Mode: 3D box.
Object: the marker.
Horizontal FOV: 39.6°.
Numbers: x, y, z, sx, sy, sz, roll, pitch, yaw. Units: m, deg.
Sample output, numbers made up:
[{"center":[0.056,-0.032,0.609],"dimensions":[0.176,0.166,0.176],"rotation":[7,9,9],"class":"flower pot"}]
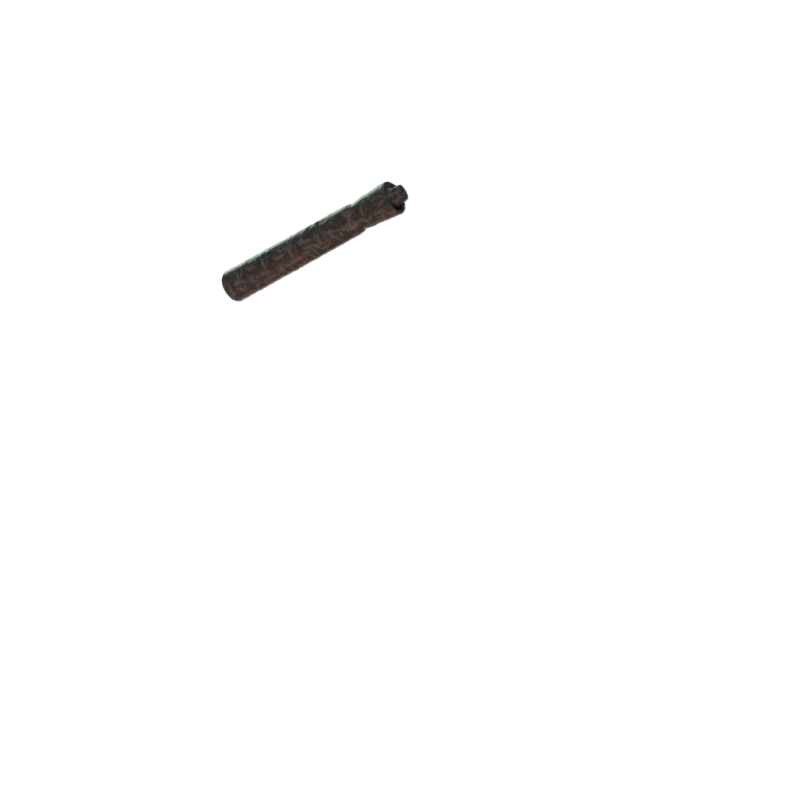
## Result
[{"center":[-0.046,-0.085,0.593],"dimensions":[0.121,0.020,0.019],"rotation":[-24,-9,30],"class":"marker"}]
